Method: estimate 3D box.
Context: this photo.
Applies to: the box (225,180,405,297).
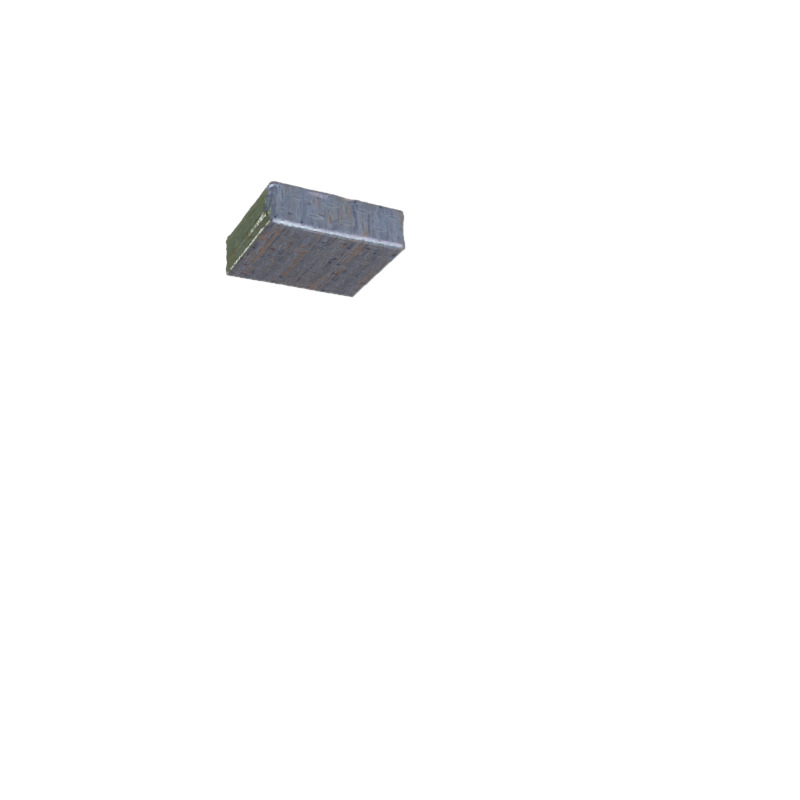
[{"bbox_3d":[-0.053,-0.096,0.669,0.086,0.032,0.072,10,-25,-23],"label":"box"}]
